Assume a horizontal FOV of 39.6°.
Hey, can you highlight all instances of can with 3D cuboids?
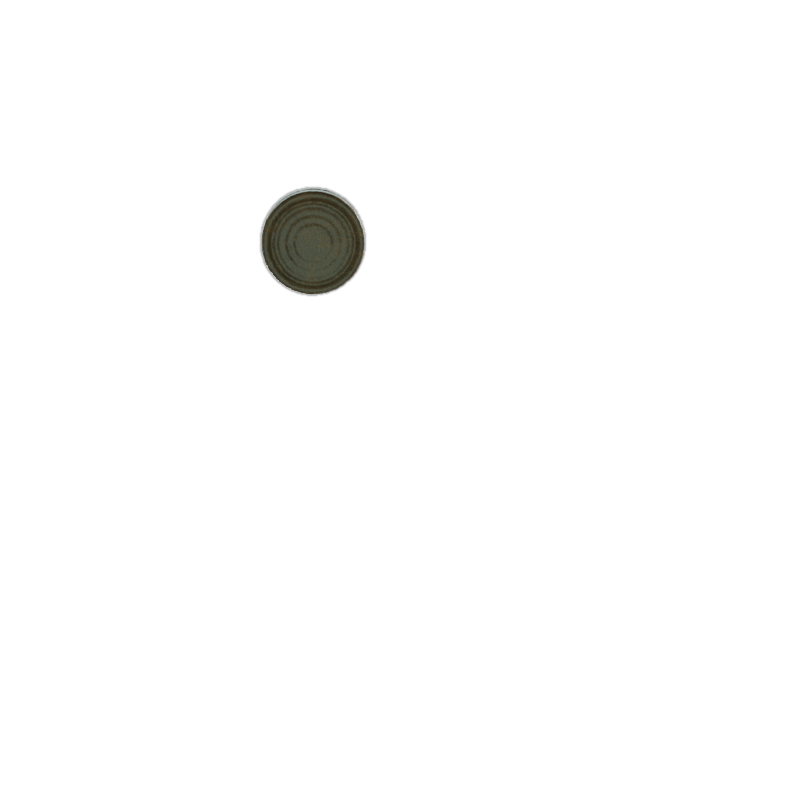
[{"bbox_3d":[-0.071,-0.129,0.903,0.086,0.085,0.034,0,7,-1],"label":"can"}]
